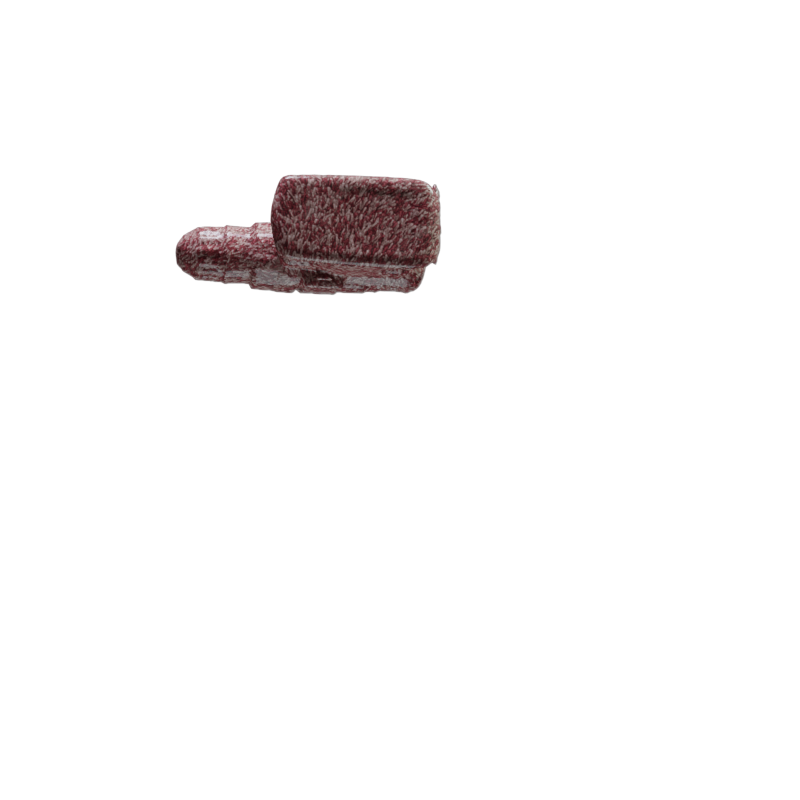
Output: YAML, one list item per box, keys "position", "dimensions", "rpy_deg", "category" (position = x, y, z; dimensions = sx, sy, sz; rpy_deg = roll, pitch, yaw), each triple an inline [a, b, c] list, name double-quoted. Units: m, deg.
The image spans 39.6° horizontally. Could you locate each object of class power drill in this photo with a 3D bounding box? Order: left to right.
- position: [-0.059, -0.107, 0.752]
  dimensions: [0.182, 0.058, 0.188]
  rpy_deg: [0, -1, -10]
  category: "power drill"
